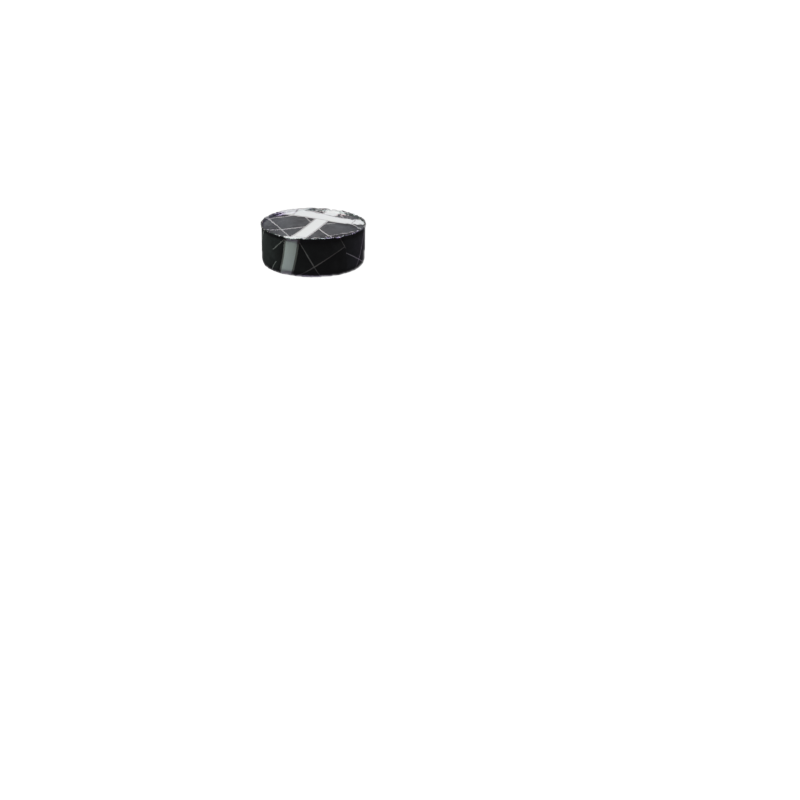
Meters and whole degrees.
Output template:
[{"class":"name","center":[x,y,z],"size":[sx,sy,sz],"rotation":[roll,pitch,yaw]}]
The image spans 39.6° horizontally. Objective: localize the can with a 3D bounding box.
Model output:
[{"class":"can","center":[-0.071,-0.129,0.904],"size":[0.086,0.032,0.090],"rotation":[-1,24,-2]}]
